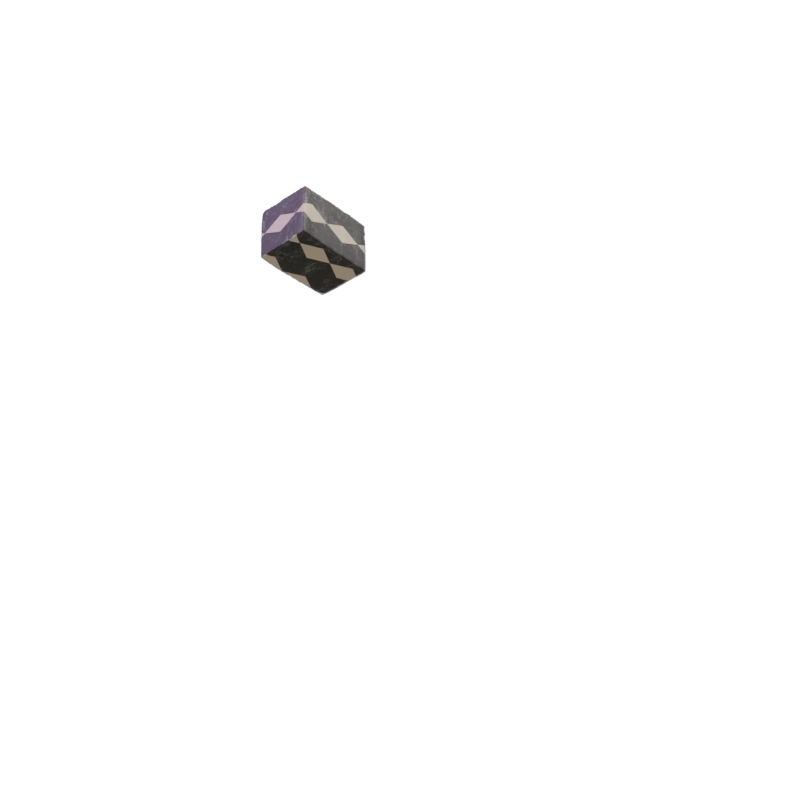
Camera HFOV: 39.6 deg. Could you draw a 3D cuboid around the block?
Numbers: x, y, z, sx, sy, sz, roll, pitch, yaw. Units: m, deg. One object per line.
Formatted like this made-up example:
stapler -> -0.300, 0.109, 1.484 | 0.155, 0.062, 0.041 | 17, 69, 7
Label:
block -> -0.074, -0.135, 0.943 | 0.053, 0.055, 0.073 | -28, -42, 33
